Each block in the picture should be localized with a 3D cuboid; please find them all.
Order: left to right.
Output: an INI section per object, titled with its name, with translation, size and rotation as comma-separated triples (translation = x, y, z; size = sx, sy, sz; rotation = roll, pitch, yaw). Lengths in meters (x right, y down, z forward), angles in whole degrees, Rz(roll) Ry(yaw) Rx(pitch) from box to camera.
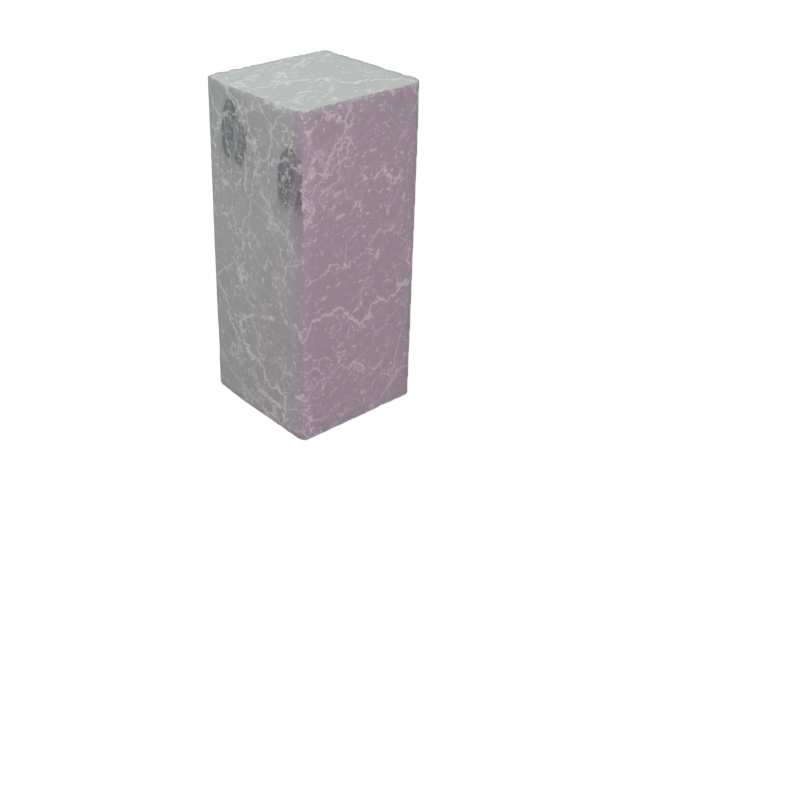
[block]
translation = -0.052, -0.095, 0.670
size = 0.089, 0.195, 0.096
rotation = -20, 34, -36
